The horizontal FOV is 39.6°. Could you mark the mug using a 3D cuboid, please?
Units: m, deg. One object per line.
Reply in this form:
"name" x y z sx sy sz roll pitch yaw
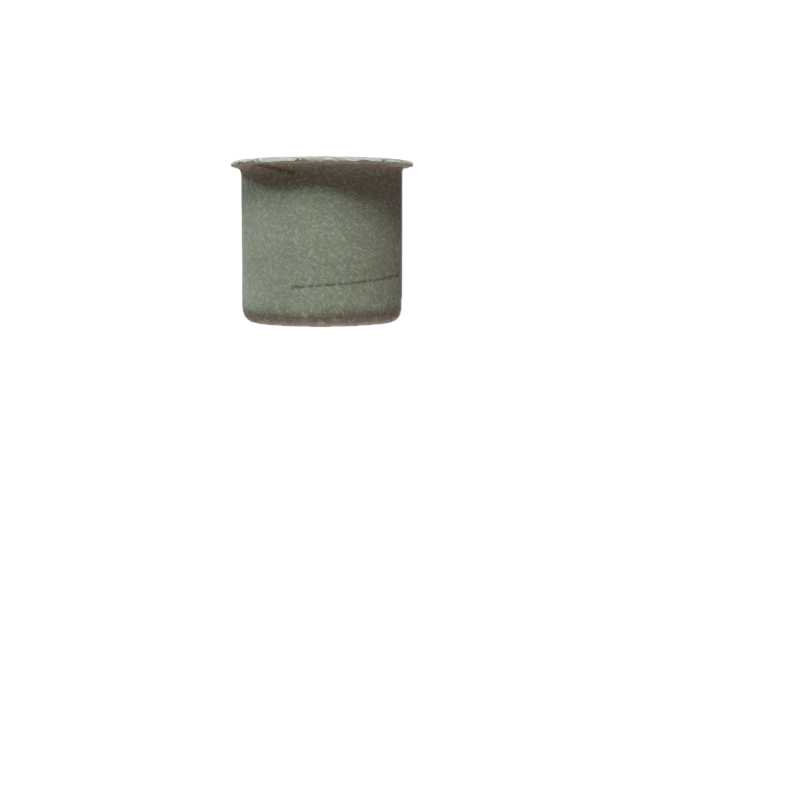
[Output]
"mug" -0.045 -0.082 0.576 0.091 0.081 0.121 -2 6 -25
